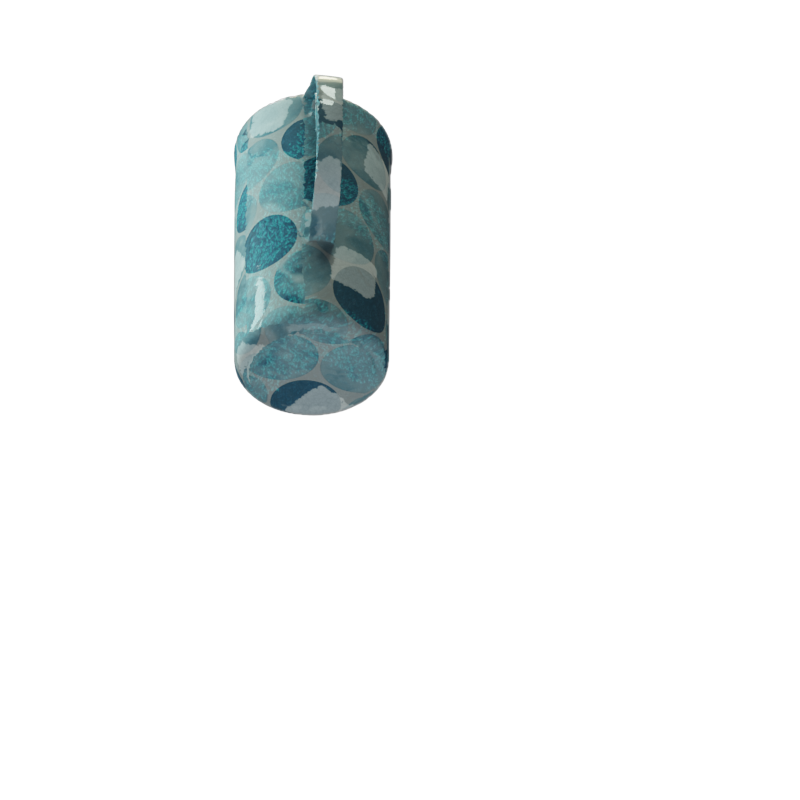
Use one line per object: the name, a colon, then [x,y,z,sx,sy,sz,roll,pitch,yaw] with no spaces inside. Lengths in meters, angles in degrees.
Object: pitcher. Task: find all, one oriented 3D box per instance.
pitcher: [-0.066,-0.120,0.843,0.145,0.261,0.138,-27,-47,24]
